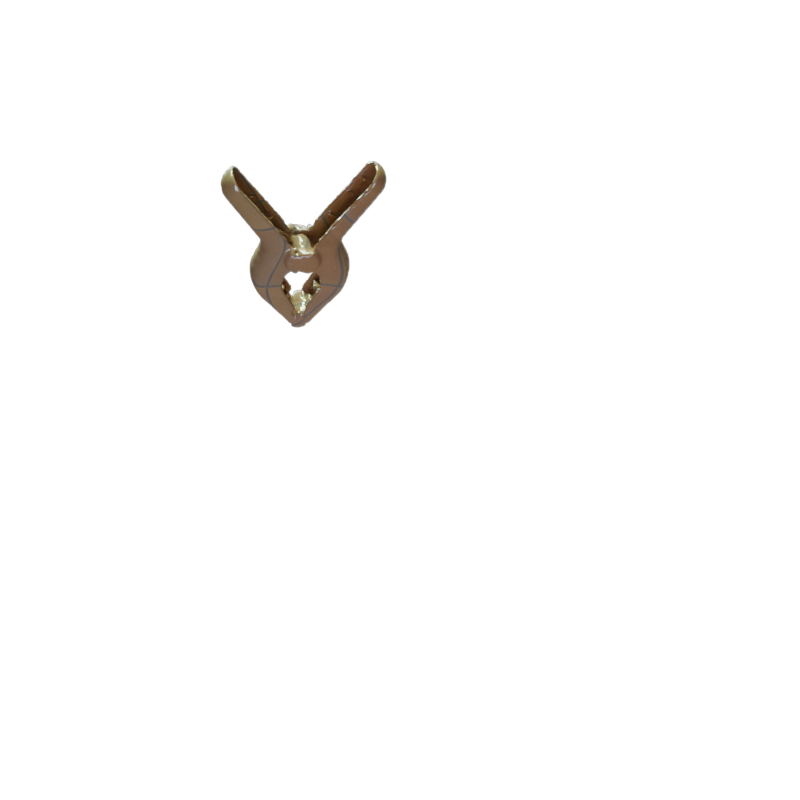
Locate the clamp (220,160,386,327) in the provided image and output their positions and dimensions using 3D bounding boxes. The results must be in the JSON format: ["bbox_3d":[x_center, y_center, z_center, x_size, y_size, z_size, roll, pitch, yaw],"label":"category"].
[{"bbox_3d":[-0.067,-0.123,0.859,0.121,0.042,0.159,-3,-36,3],"label":"clamp"}]
